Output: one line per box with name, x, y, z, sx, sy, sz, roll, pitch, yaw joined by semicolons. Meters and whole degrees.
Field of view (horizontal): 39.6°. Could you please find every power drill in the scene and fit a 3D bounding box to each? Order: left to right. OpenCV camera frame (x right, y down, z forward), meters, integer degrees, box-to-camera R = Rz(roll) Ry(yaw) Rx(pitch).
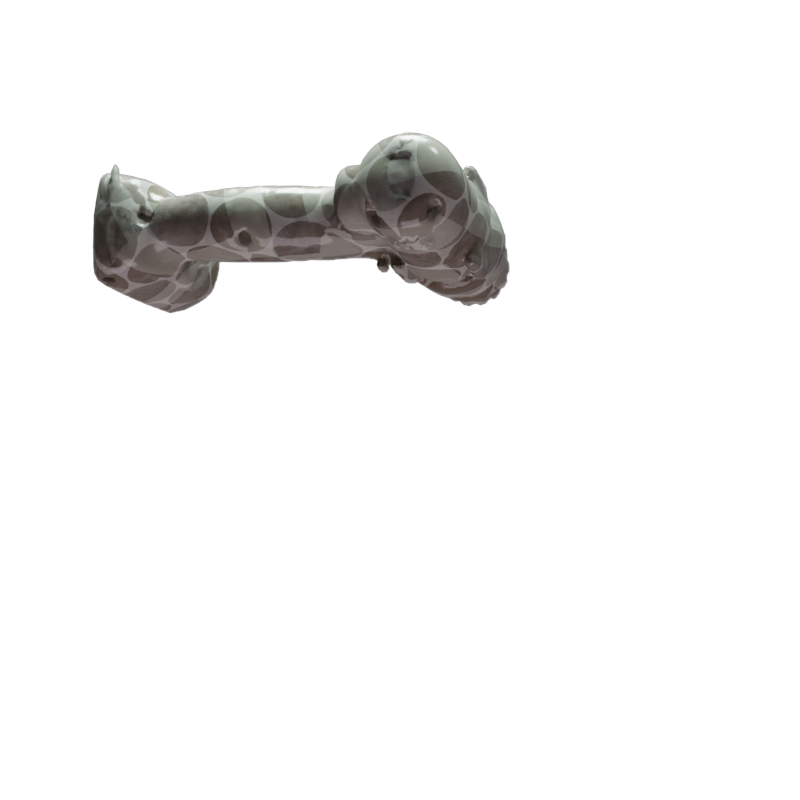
power drill;-0.044;-0.080;0.557;0.191;0.059;0.175;-3;-11;15
